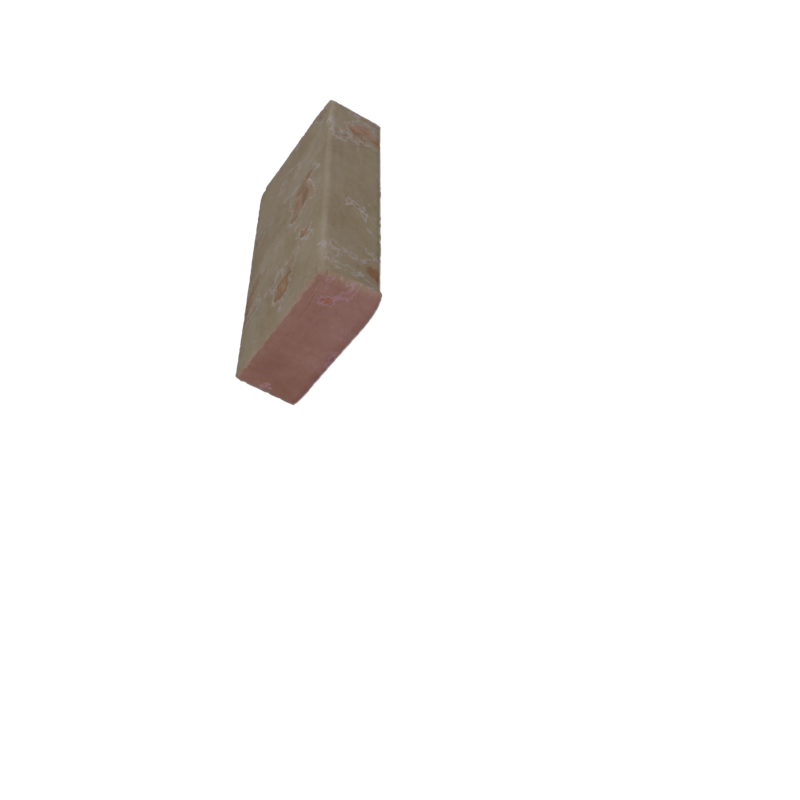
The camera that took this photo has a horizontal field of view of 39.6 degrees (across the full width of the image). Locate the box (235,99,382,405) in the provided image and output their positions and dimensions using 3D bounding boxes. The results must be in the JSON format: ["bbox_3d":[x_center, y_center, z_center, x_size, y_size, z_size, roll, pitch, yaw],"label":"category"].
[{"bbox_3d":[-0.052,-0.094,0.655,0.046,0.189,0.091,25,-54,-24],"label":"box"}]
